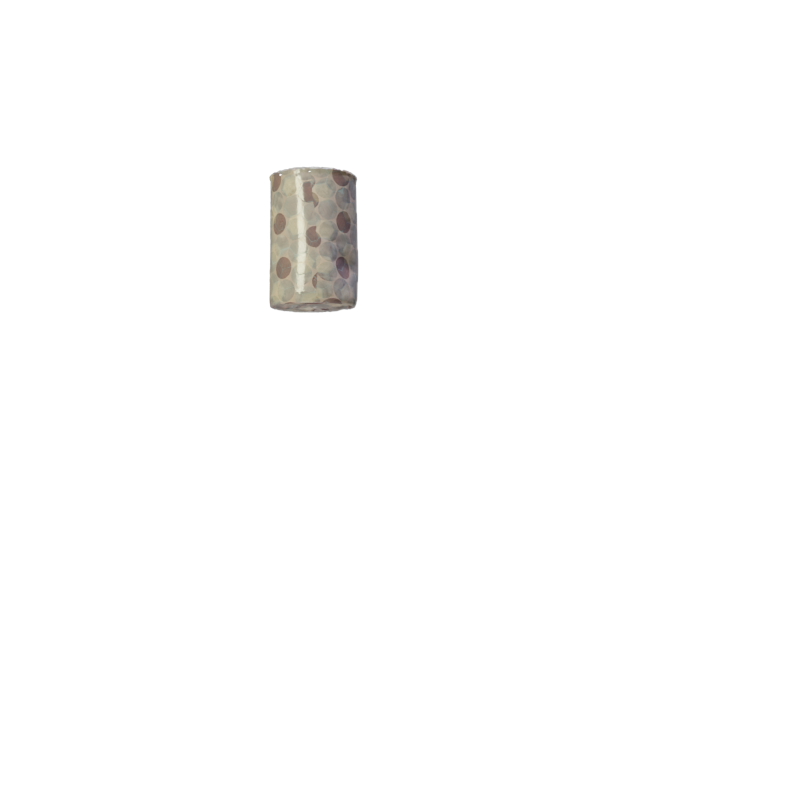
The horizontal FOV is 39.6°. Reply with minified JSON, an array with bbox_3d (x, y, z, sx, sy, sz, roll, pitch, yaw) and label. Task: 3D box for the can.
[{"bbox_3d":[-0.067,-0.121,0.851,0.068,0.105,0.067,0,-8,-2],"label":"can"}]
